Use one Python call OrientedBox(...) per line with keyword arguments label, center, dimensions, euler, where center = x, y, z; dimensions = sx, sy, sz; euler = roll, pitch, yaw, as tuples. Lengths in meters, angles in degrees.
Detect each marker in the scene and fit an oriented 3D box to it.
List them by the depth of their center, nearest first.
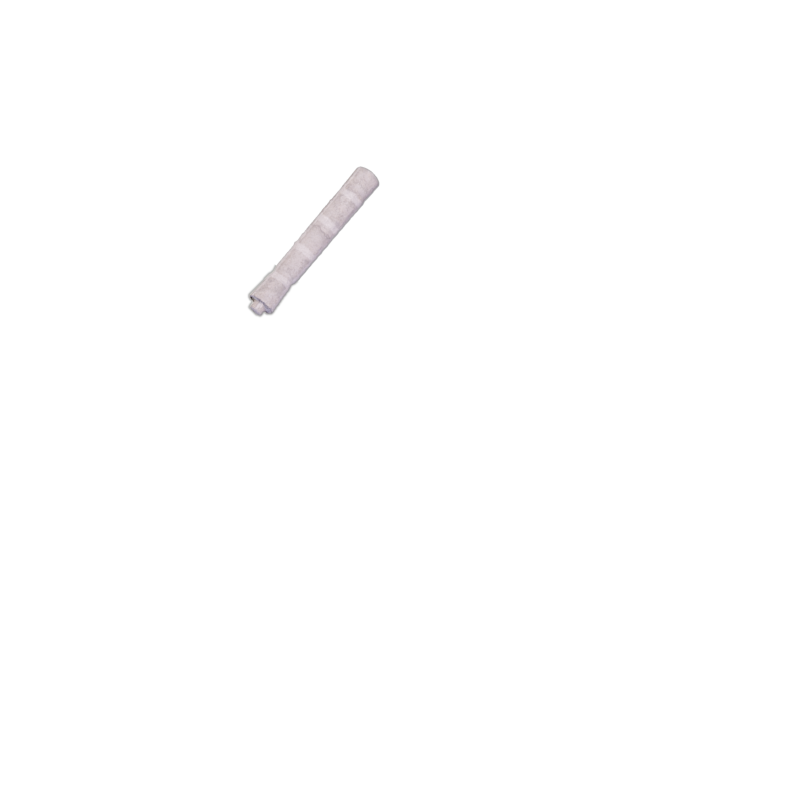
OrientedBox(label="marker", center=(-0.056, -0.101, 0.711), dimensions=(0.020, 0.123, 0.019), euler=(33, -20, 11))
